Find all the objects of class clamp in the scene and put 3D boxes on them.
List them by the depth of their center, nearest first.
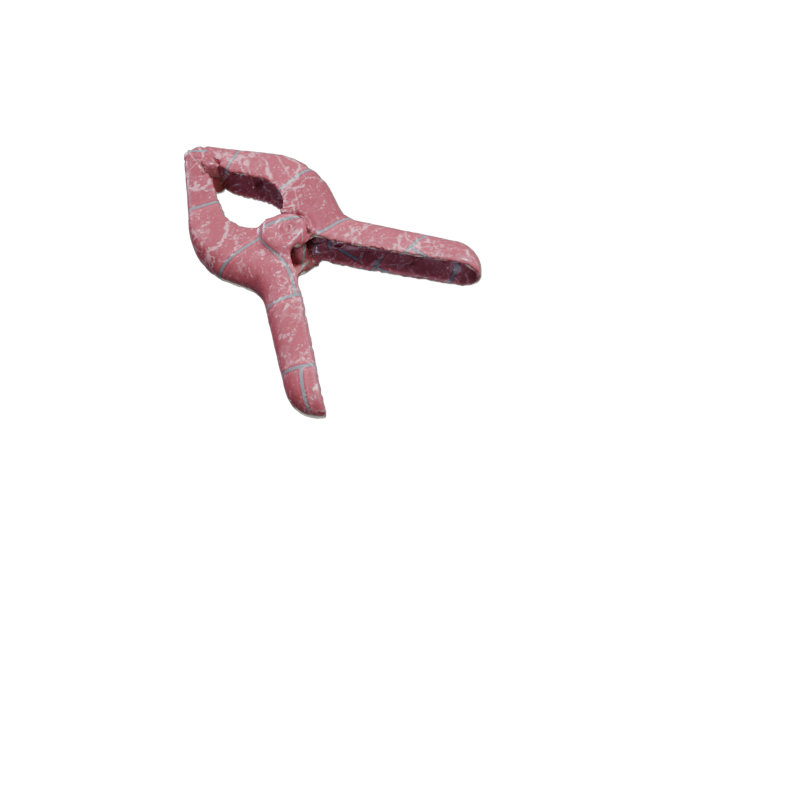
[{"bbox_3d":[-0.045,-0.082,0.578,0.120,0.183,0.037,-30,-28,-18],"label":"clamp"}]
